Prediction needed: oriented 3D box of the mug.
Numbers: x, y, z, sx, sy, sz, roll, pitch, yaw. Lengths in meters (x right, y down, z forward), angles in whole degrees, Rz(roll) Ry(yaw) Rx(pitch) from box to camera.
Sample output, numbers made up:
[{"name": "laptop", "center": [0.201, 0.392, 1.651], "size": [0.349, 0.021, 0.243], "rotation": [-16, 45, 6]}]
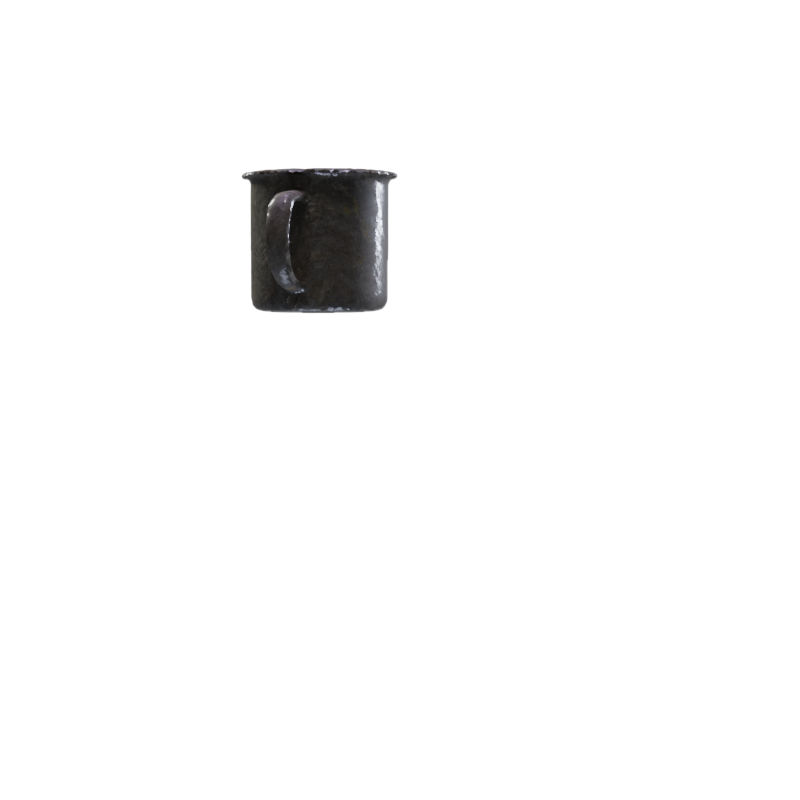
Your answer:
[{"name": "mug", "center": [-0.051, -0.093, 0.651], "size": [0.095, 0.081, 0.115], "rotation": [1, 5, 14]}]
